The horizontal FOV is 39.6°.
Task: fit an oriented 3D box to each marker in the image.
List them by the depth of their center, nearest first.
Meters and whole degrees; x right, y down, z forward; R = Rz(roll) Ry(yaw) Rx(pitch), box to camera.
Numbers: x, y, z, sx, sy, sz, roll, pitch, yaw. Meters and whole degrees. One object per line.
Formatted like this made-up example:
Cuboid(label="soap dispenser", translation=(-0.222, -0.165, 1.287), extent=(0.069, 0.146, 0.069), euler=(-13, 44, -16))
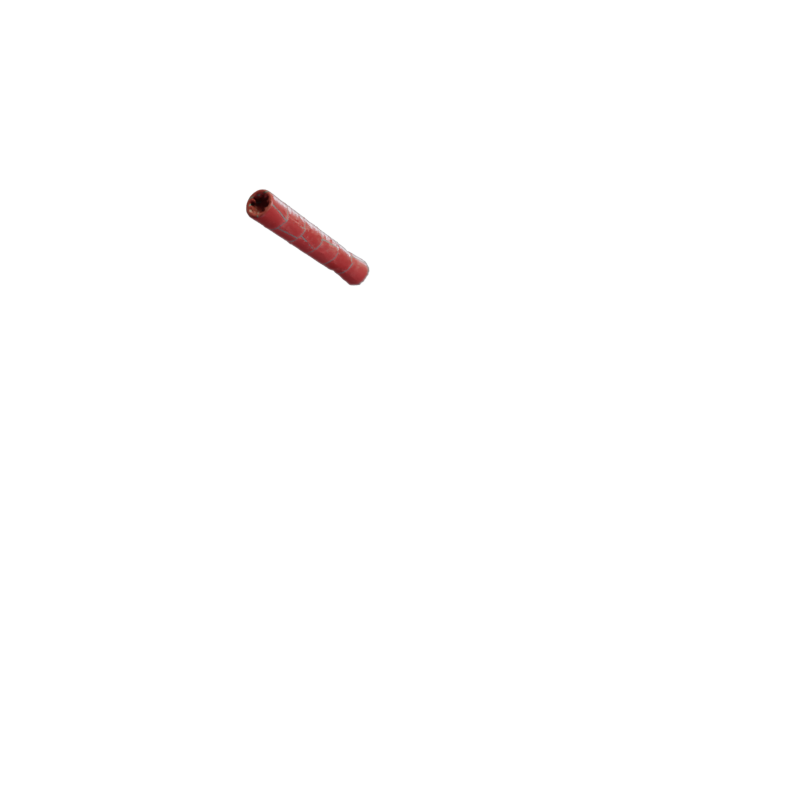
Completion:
Cuboid(label="marker", translation=(-0.054, -0.098, 0.688), extent=(0.020, 0.020, 0.113), euler=(3, -15, 32))
